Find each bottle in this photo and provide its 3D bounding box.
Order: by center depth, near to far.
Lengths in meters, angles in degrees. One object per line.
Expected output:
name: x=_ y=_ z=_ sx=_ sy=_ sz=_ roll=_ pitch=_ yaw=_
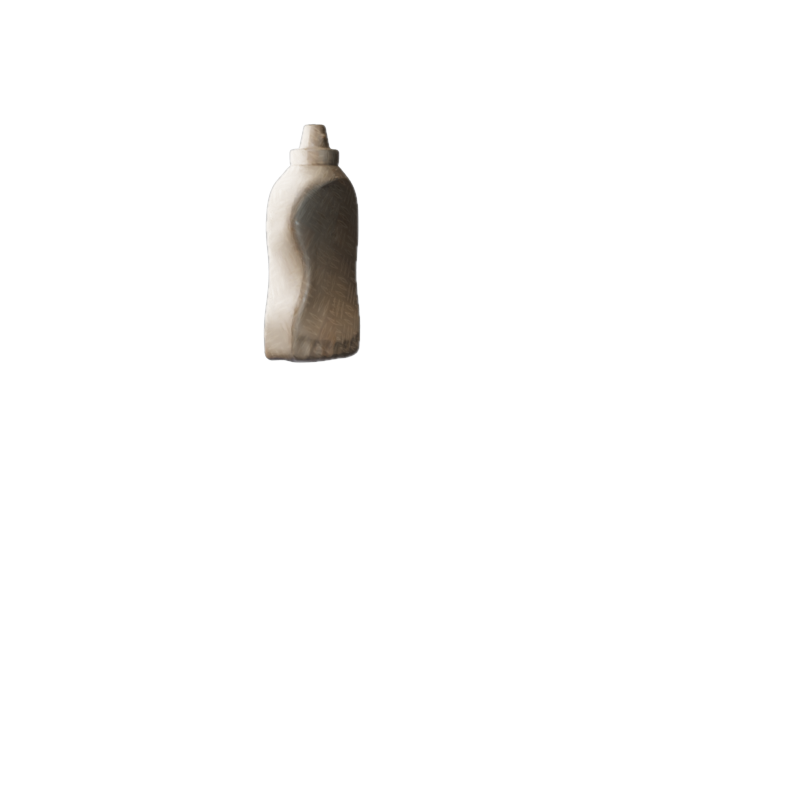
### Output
bottle: x=-0.071 y=-0.130 z=0.911 sx=0.061 sy=0.191 sz=0.093 roll=1 pitch=2 yaw=36
